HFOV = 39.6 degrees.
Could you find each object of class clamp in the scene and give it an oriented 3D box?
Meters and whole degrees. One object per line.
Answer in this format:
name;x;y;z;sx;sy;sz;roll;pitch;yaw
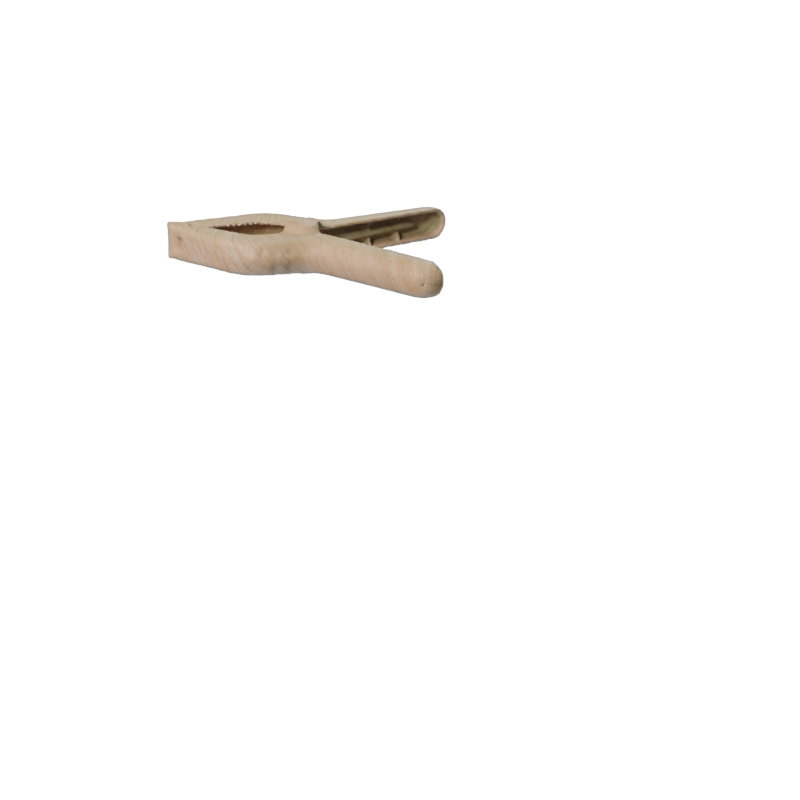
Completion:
clamp;-0.064;-0.116;0.812;0.214;0.035;0.169;5;22;11
